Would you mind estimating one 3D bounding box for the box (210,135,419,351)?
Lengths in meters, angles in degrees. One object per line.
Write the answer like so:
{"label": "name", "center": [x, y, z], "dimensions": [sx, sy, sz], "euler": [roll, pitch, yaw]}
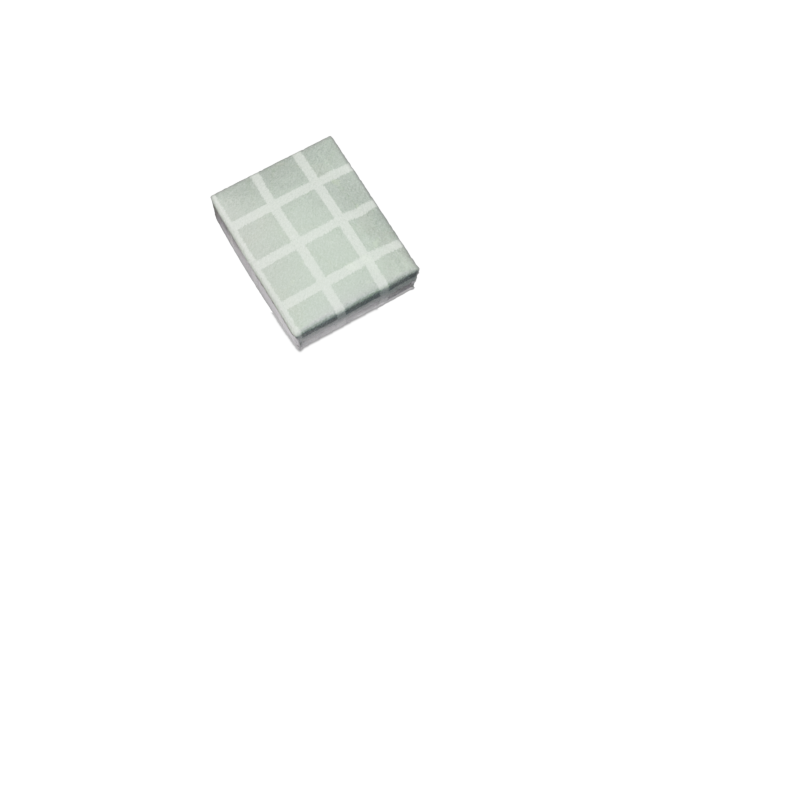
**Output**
{"label": "box", "center": [-0.055, -0.101, 0.705], "dimensions": [0.090, 0.119, 0.037], "euler": [-29, -18, -11]}
